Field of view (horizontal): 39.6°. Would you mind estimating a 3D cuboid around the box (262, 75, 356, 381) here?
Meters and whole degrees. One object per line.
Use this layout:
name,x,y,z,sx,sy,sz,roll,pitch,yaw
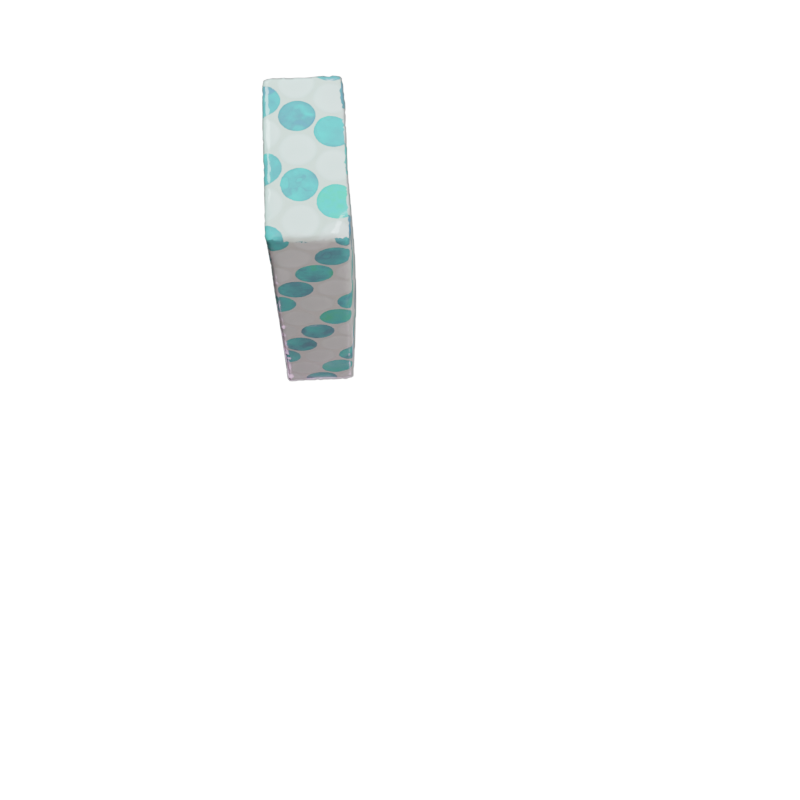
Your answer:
box,-0.046,-0.085,0.594,0.048,0.099,0.167,-2,-22,-5
